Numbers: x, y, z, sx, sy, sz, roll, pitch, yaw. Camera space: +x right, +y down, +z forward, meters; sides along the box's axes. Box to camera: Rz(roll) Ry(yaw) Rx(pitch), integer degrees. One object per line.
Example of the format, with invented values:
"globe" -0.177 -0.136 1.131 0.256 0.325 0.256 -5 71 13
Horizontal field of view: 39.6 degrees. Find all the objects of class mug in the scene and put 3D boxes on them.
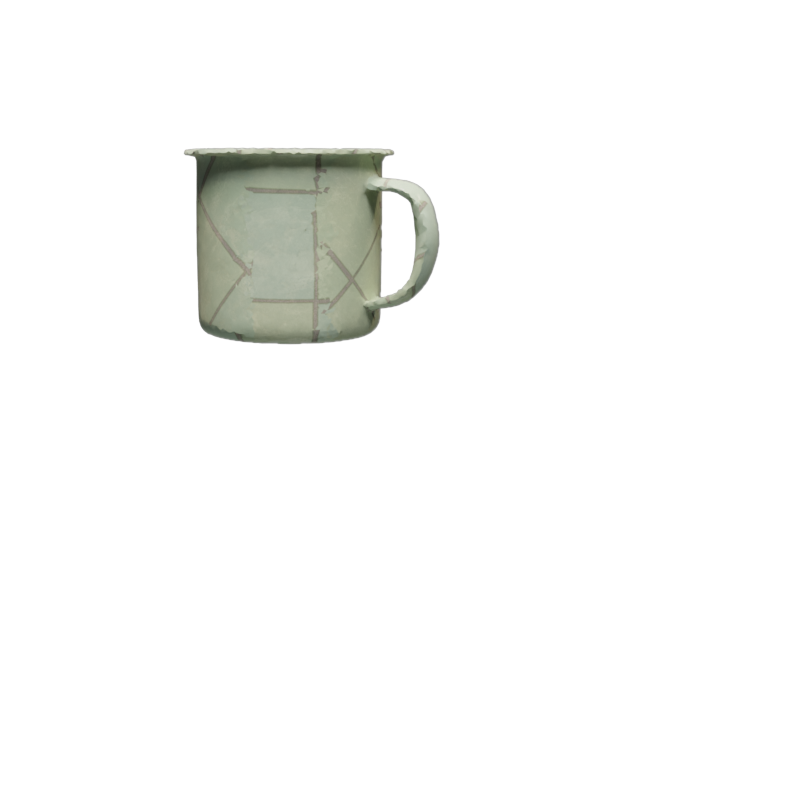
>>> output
"mug" -0.038 -0.070 0.487 0.121 0.080 0.092 5 10 24
